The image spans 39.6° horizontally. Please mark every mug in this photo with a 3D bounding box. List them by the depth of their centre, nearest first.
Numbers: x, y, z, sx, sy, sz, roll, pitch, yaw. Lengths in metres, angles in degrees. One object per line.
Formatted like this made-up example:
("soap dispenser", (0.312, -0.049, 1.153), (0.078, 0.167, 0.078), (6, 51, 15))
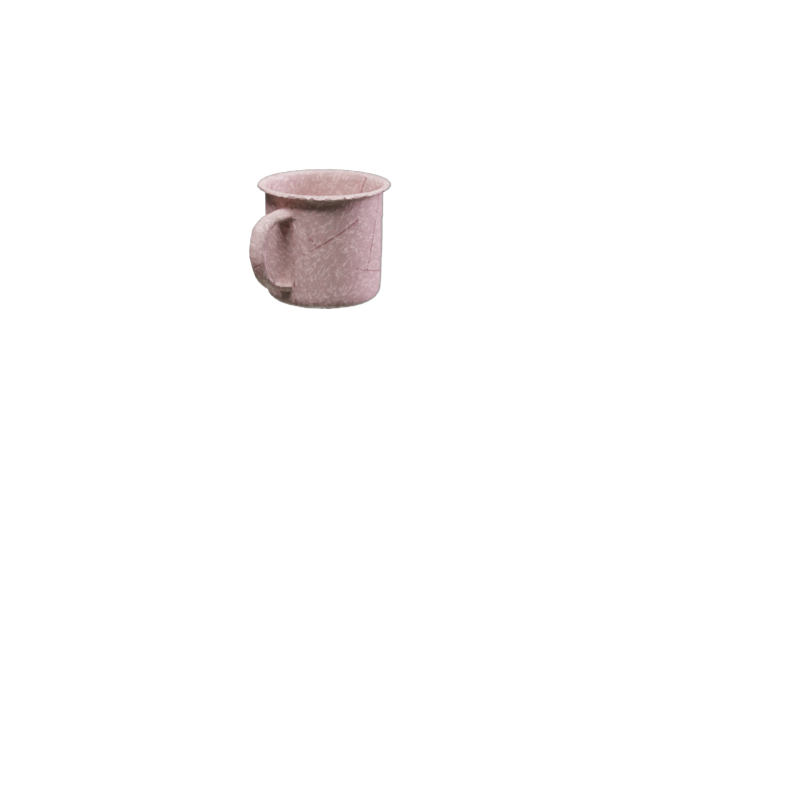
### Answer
("mug", (-0.060, -0.110, 0.772), (0.098, 0.078, 0.116), (14, 25, 33))
